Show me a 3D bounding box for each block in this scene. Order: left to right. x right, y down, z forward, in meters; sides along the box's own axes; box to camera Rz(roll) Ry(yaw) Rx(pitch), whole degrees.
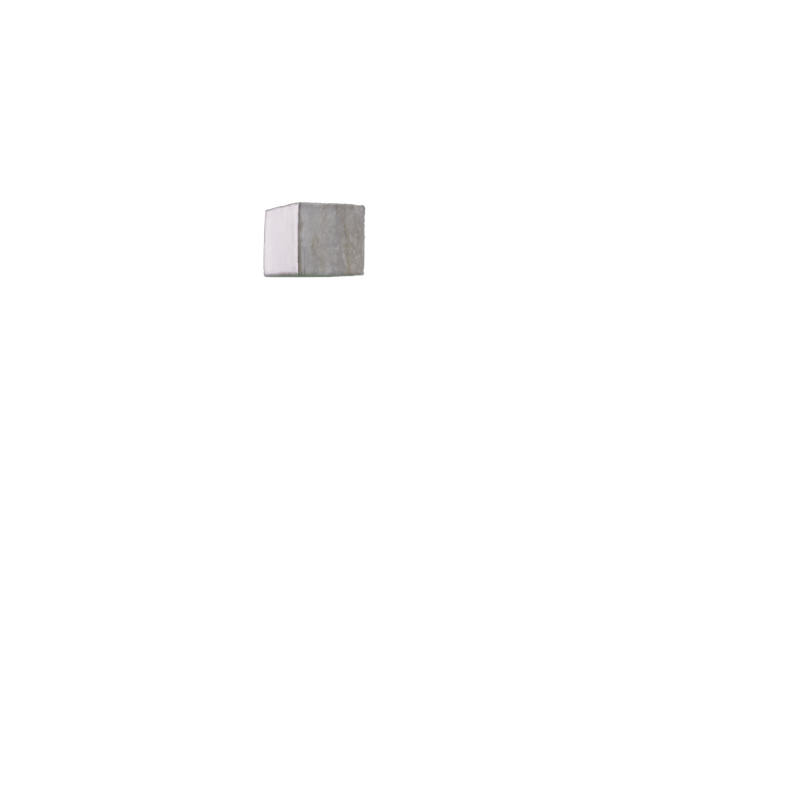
[{"bbox_3d":[-0.064,-0.116,0.814,0.051,0.051,0.080,-1,3,-24],"label":"block"}]
